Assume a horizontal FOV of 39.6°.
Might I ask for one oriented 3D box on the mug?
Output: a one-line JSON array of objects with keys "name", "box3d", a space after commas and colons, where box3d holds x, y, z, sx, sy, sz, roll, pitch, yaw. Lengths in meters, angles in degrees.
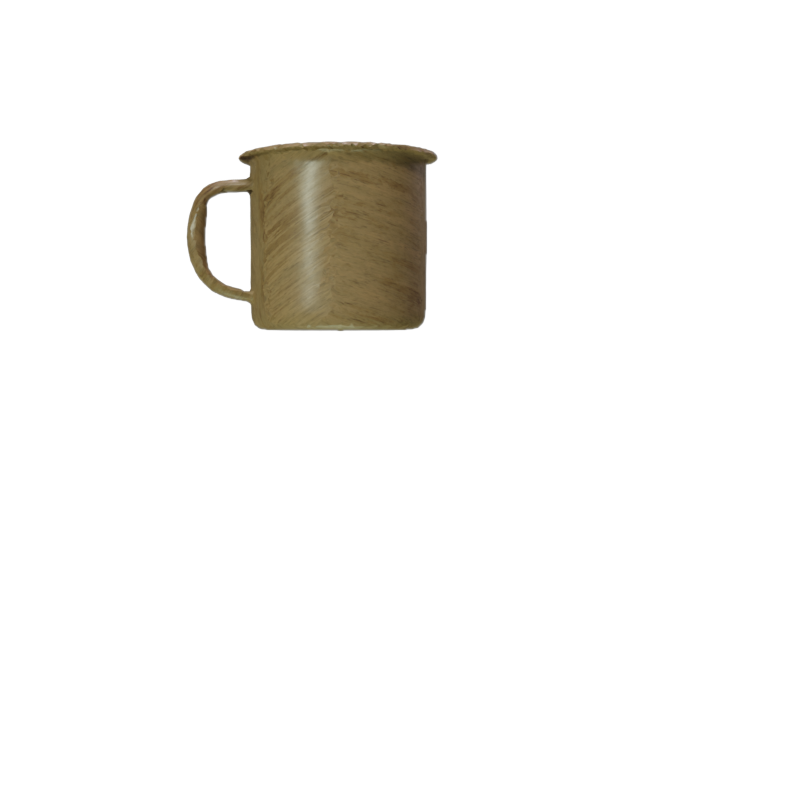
[{"name": "mug", "box3d": [-0.040, -0.073, 0.515, 0.115, 0.082, 0.095, -1, 1, -16]}]
